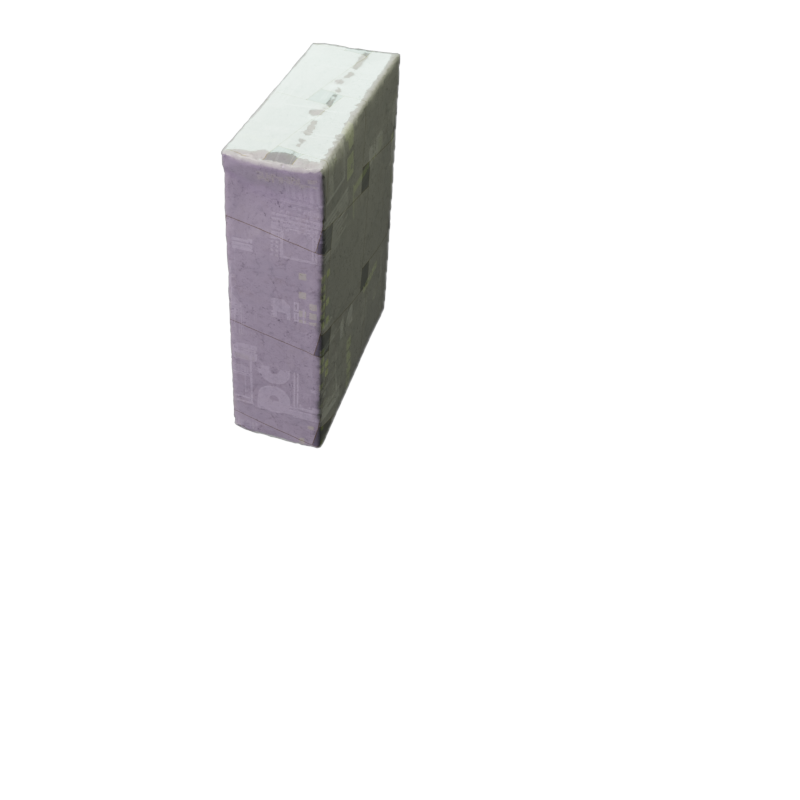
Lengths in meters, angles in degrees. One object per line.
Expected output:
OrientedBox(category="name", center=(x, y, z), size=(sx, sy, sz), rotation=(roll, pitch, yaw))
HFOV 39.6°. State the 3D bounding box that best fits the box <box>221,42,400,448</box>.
OrientedBox(category="box", center=(-0.057, -0.105, 0.734), size=(0.073, 0.200, 0.172), rotation=(11, 39, 10))
